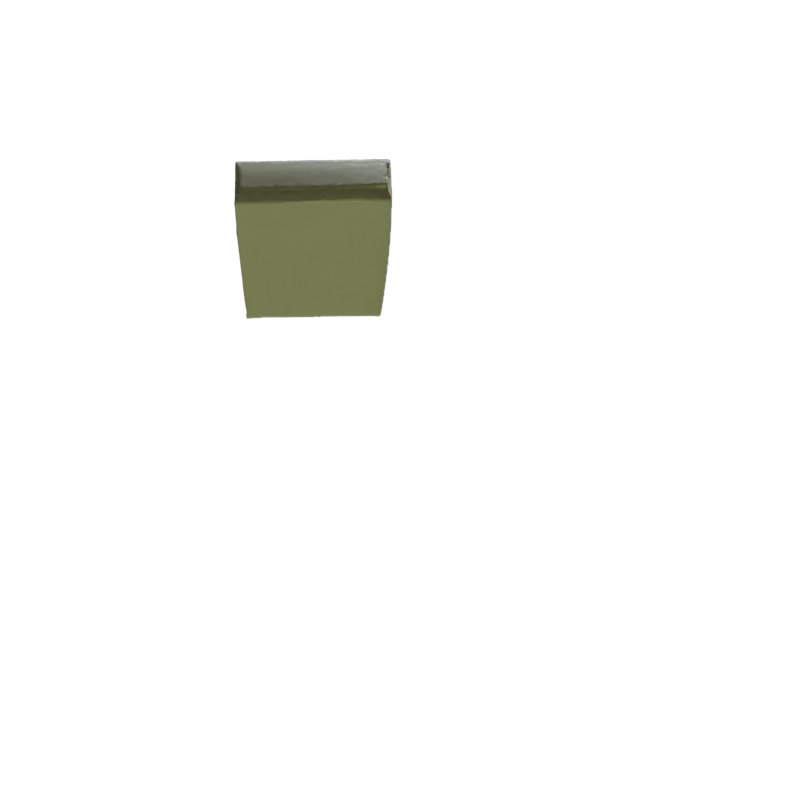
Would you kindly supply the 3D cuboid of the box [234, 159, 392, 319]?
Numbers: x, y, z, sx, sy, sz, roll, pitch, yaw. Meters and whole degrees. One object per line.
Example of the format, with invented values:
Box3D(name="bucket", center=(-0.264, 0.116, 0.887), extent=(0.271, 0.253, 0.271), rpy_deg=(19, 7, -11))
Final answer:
Box3D(name="box", center=(-0.052, -0.095, 0.664), extent=(0.090, 0.042, 0.106), rpy_deg=(1, -37, -2))
